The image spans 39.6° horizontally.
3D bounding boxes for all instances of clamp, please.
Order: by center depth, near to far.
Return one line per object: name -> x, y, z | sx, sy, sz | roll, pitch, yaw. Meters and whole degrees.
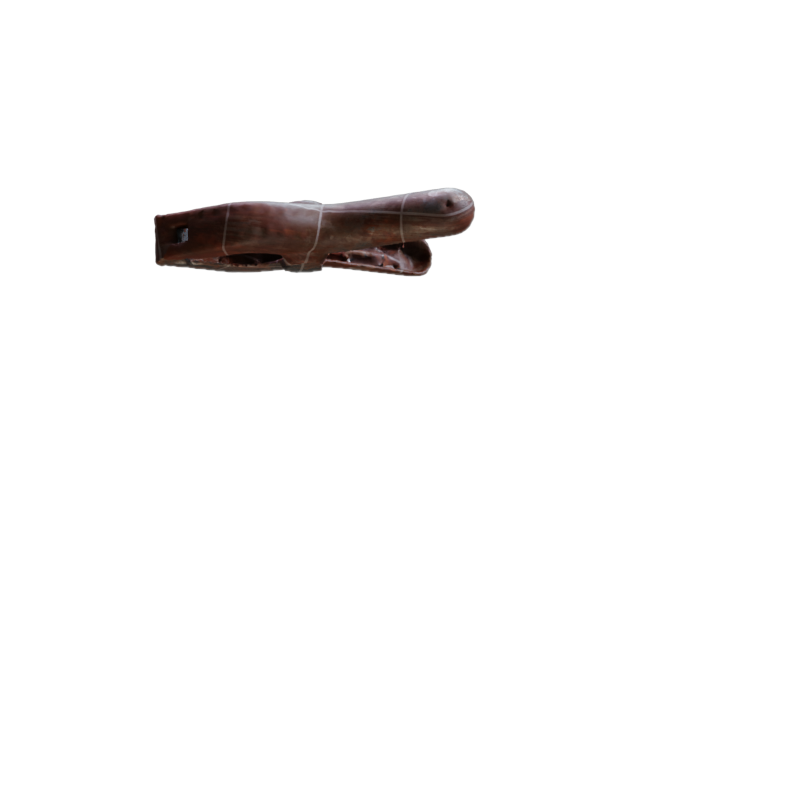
clamp -> -0.049, -0.089, 0.623 | 0.172, 0.041, 0.115 | 0, -13, 1
